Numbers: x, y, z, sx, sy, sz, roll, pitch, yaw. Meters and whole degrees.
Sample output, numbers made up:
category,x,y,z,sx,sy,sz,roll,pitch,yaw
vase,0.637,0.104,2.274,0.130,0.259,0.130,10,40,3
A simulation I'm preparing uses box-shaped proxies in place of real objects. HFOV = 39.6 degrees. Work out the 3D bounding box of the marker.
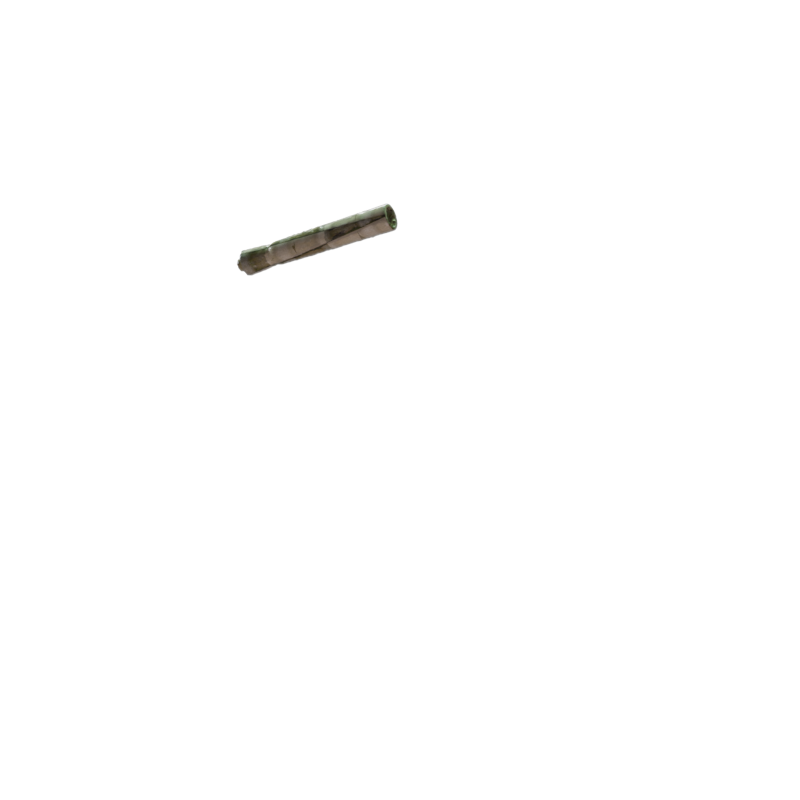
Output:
category,x,y,z,sx,sy,sz,roll,pitch,yaw
marker,-0.060,-0.109,0.760,0.123,0.020,0.019,-14,-2,26
